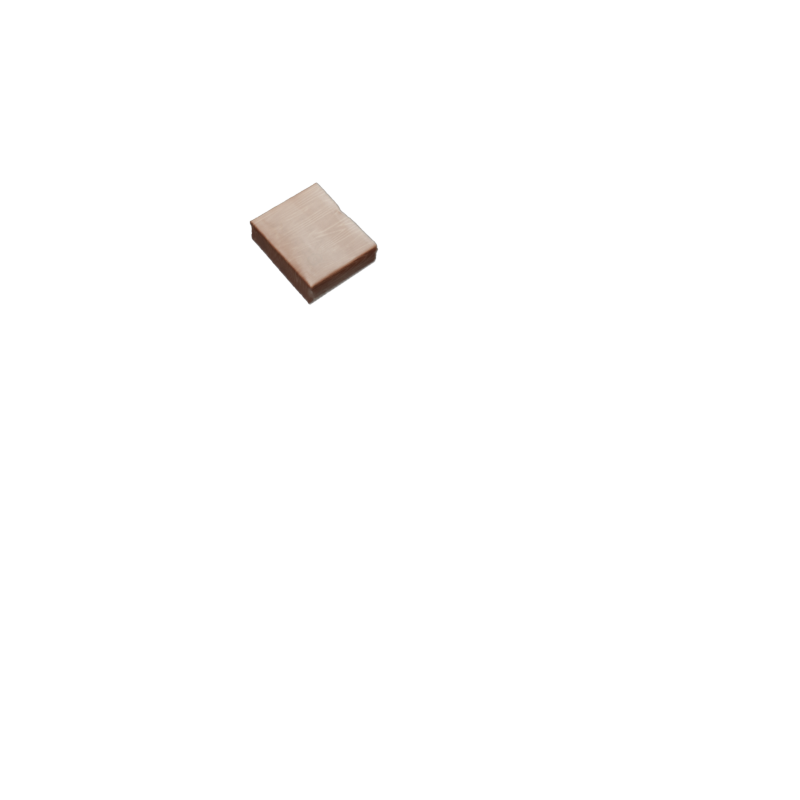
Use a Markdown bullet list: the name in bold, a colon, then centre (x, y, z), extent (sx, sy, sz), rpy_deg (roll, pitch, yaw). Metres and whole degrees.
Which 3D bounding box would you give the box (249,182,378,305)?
- **box**: centre (-0.075, -0.136, 0.955), extent (0.073, 0.095, 0.028), rpy_deg (-33, -27, -20)
